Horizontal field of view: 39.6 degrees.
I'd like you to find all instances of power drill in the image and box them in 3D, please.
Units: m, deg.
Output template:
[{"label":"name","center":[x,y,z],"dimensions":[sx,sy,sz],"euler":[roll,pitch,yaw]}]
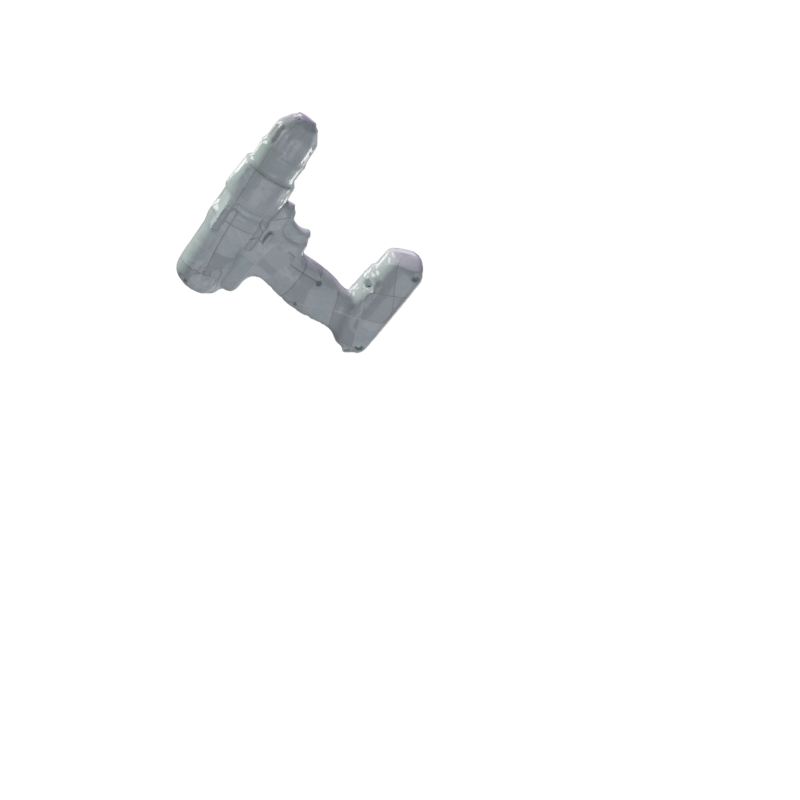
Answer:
[{"label":"power drill","center":[-0.075,-0.138,0.964],"dimensions":[0.181,0.180,0.061],"euler":[31,25,-17]}]
